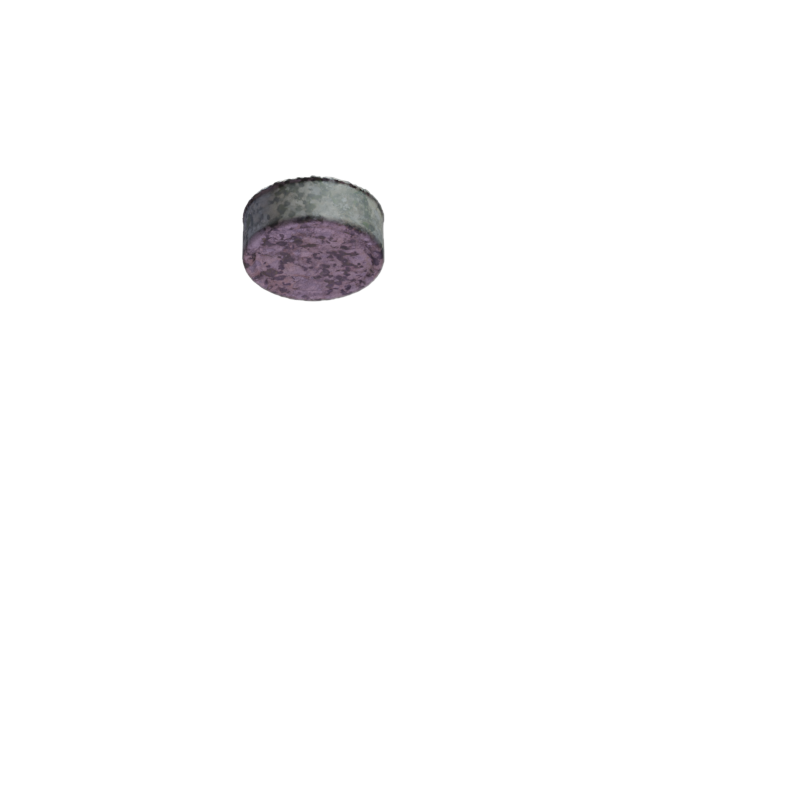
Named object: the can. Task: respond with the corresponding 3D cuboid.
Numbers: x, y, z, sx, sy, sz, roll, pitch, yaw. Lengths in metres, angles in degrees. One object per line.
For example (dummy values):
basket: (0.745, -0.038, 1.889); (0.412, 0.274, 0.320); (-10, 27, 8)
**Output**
can: (-0.052, -0.094, 0.662); (0.086, 0.036, 0.081); (1, -30, -2)
